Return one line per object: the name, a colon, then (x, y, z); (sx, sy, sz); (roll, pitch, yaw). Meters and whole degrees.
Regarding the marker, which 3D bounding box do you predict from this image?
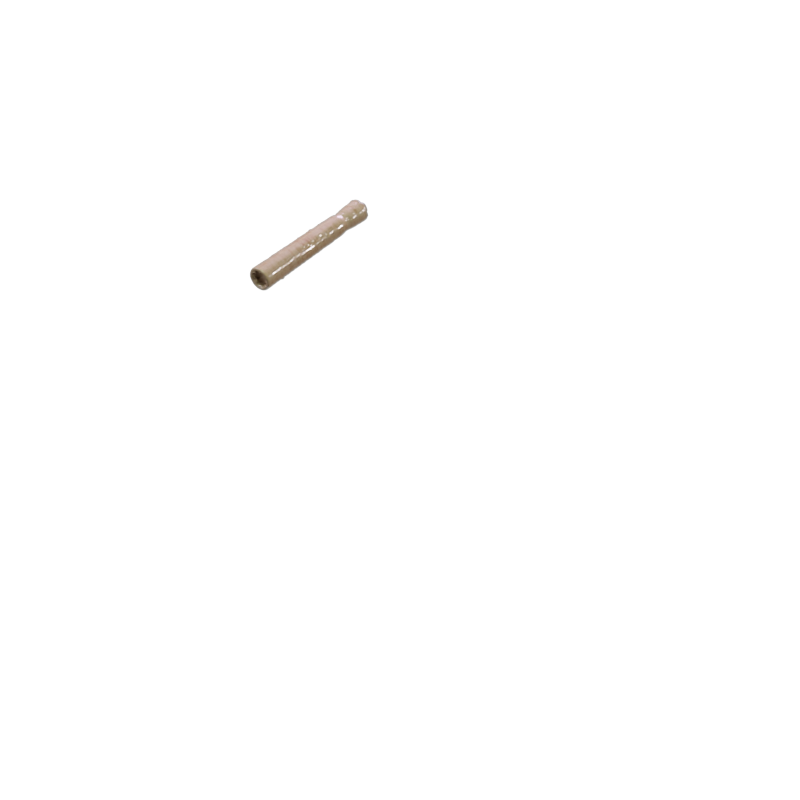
marker: (-0.065, -0.119, 0.834); (0.021, 0.019, 0.122); (3, 34, 43)
